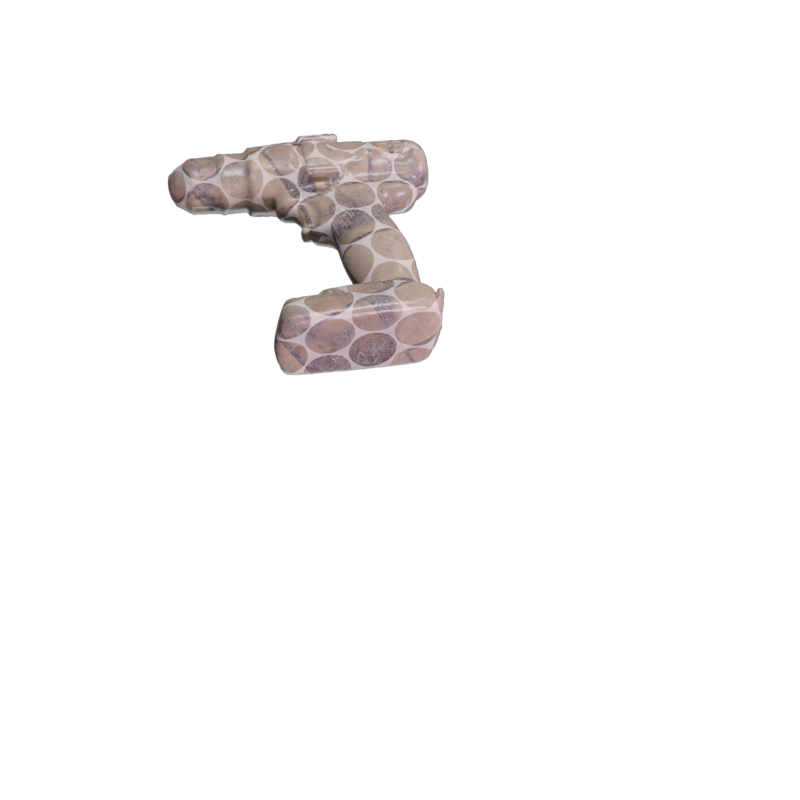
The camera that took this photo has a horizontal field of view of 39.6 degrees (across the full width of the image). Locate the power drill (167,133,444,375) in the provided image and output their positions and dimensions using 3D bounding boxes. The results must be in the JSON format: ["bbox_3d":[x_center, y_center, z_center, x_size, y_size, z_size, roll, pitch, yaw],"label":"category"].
[{"bbox_3d":[-0.058,-0.105,0.736,0.183,0.203,0.053,-7,-41,-7],"label":"power drill"}]
